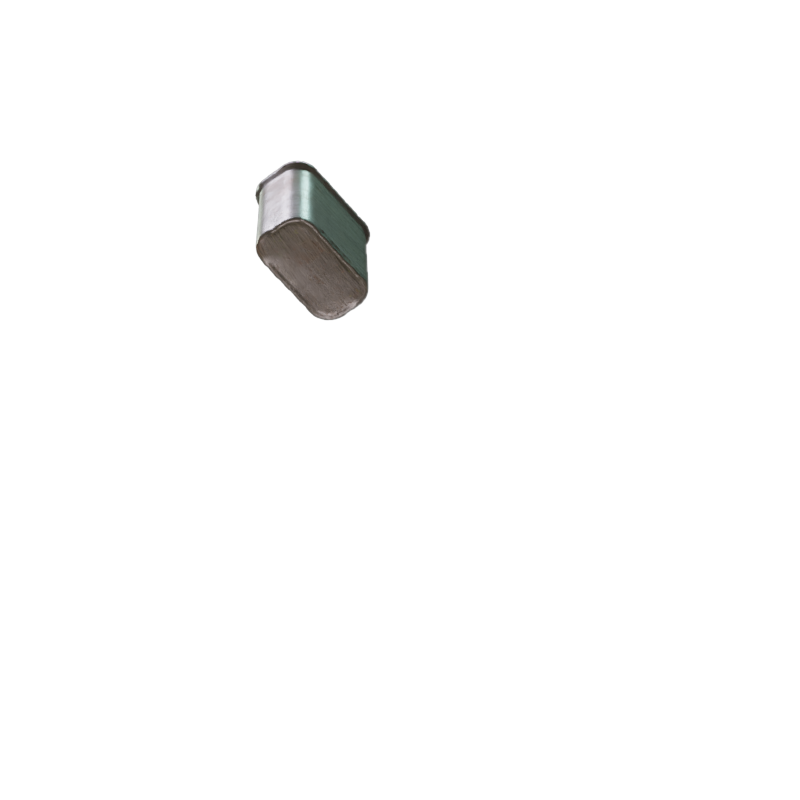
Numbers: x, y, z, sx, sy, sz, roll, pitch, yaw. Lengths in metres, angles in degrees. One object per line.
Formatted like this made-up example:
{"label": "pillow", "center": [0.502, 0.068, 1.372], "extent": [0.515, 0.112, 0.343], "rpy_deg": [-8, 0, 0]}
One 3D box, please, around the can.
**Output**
{"label": "can", "center": [-0.068, -0.124, 0.868], "extent": [0.057, 0.096, 0.090], "rpy_deg": [-33, 31, 20]}
